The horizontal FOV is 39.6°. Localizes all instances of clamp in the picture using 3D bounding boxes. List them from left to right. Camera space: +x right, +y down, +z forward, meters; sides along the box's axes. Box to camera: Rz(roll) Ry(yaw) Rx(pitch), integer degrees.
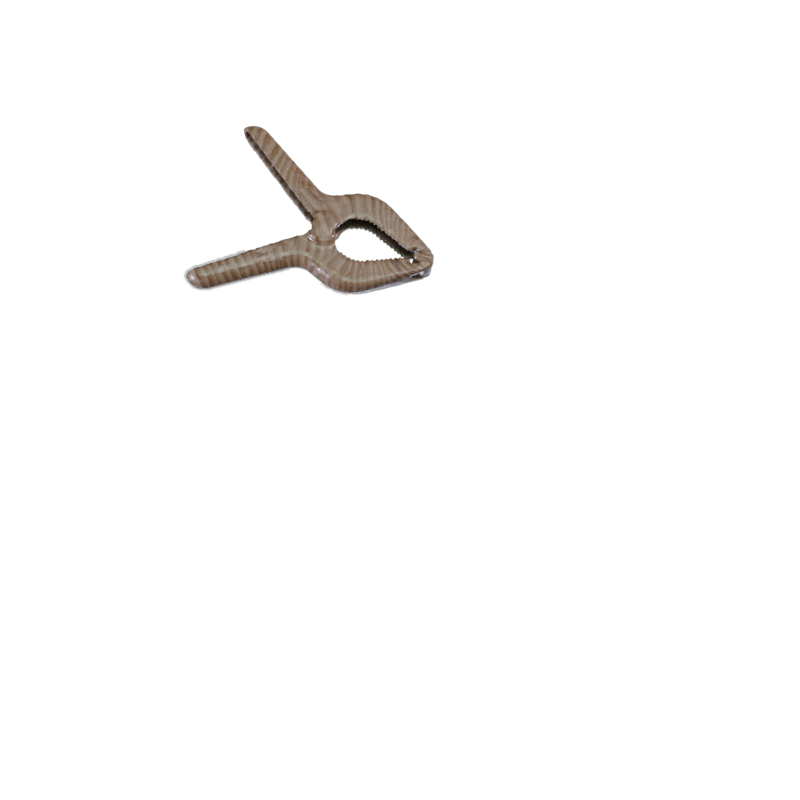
[{"bbox_3d":[-0.077,-0.140,0.983,0.214,0.169,0.035,23,-19,8],"label":"clamp"}]
